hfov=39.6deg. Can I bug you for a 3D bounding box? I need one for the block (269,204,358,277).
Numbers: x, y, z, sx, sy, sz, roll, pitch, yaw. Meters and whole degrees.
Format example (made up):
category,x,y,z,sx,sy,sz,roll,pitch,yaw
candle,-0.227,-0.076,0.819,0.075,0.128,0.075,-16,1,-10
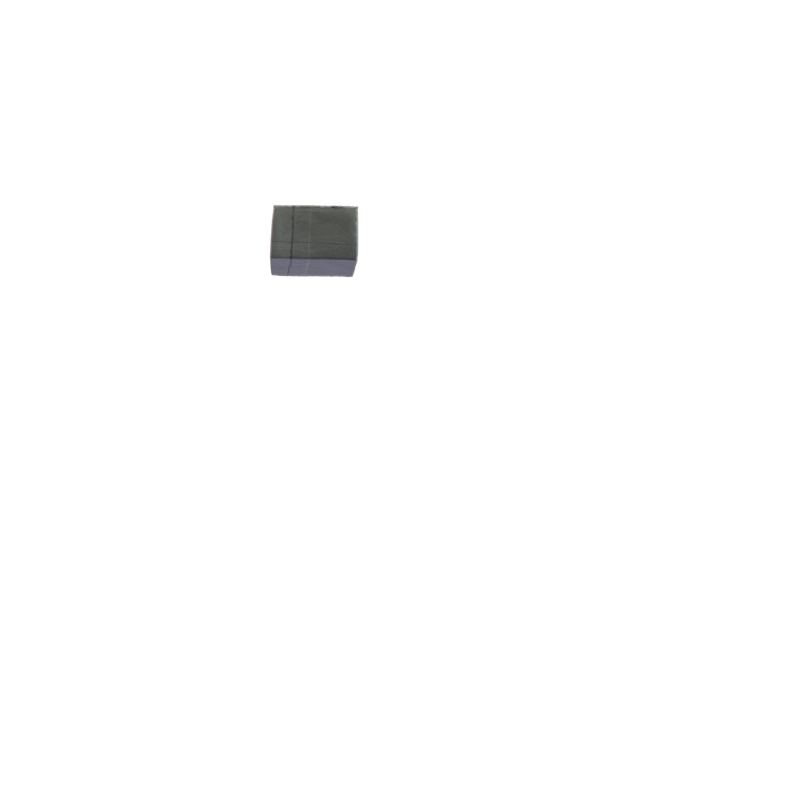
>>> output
category,x,y,z,sx,sy,sz,roll,pitch,yaw
block,-0.078,-0.142,0.994,0.077,0.053,0.051,1,-14,-4
